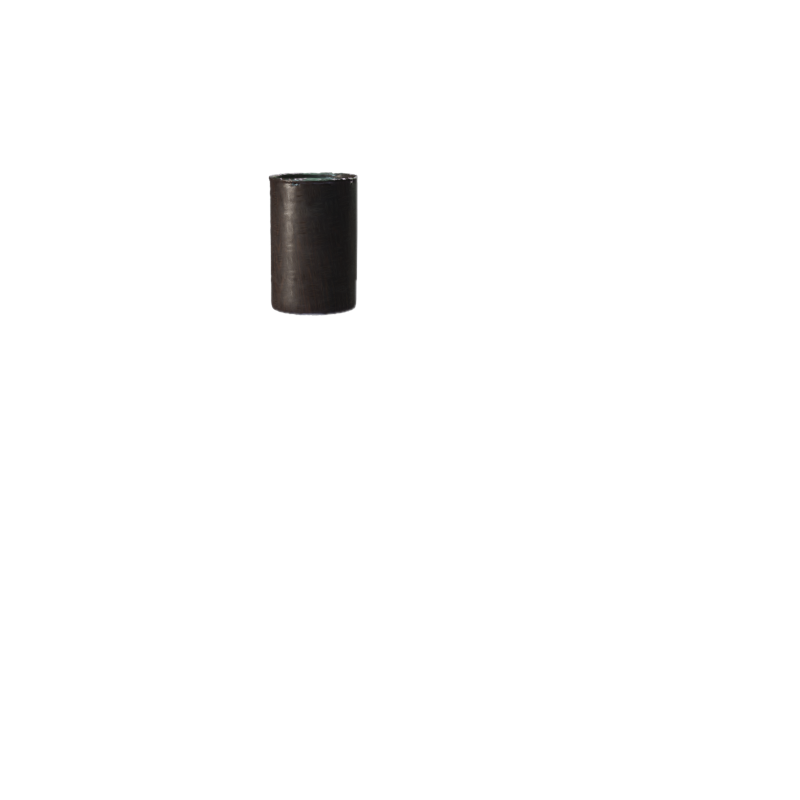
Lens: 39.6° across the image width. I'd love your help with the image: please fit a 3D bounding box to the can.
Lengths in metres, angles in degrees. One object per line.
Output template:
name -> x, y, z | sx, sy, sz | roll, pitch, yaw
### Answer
can -> -0.066, -0.121, 0.848 | 0.068, 0.100, 0.070 | 0, 11, -2
